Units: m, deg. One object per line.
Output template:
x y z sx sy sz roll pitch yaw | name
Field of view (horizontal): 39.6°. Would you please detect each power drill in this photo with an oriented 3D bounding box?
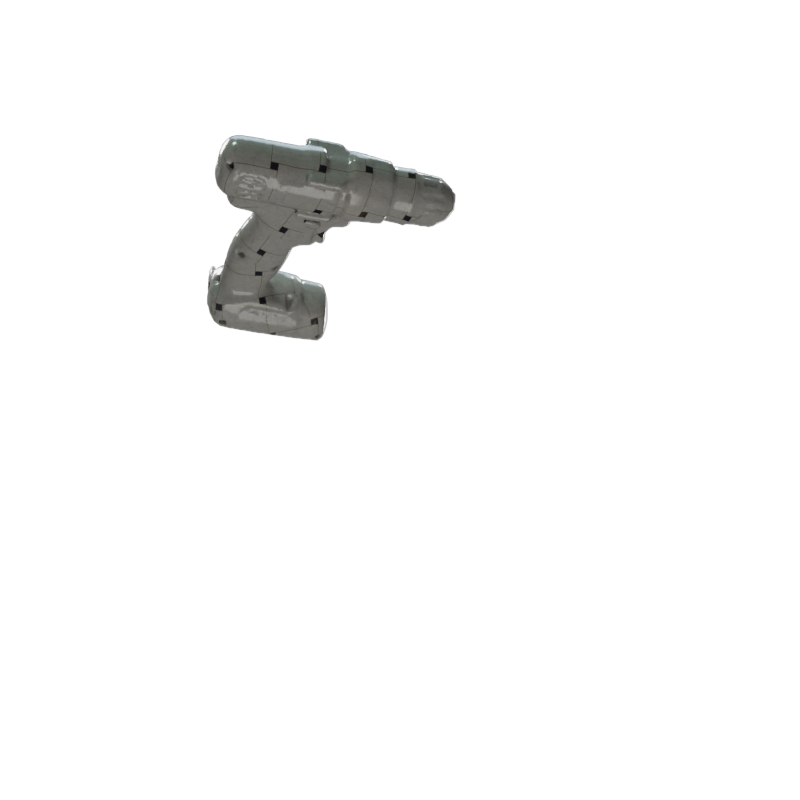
-0.069 -0.126 0.880 0.180 0.062 0.179 11 -41 -14 | power drill
